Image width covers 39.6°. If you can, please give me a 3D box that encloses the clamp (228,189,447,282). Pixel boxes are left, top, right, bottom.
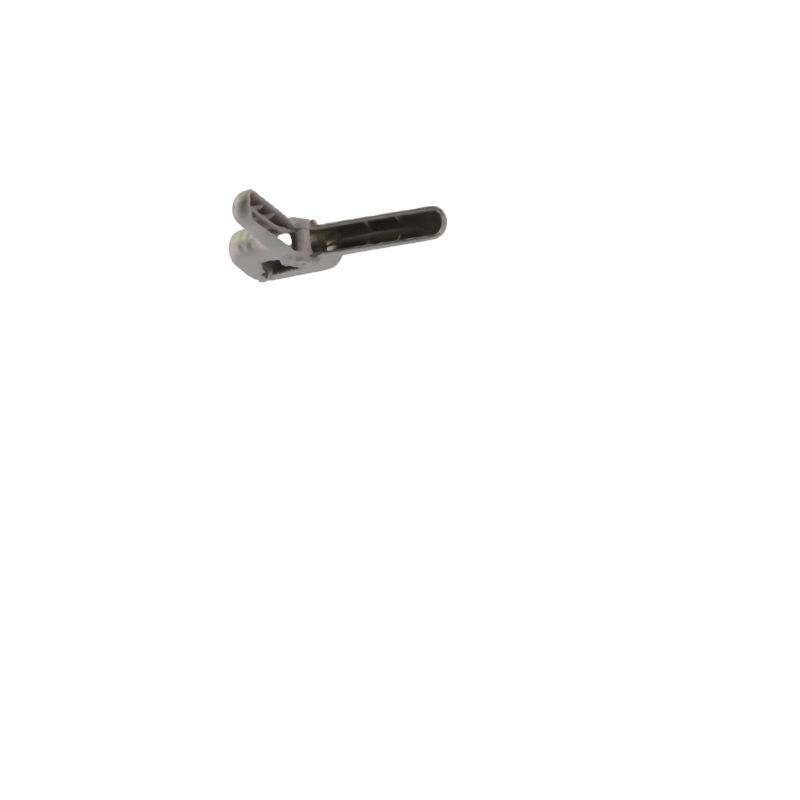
[{"bbox_3d":[-0.069,-0.126,0.879,0.161,0.037,0.210,2,-6,-18],"label":"clamp"}]
